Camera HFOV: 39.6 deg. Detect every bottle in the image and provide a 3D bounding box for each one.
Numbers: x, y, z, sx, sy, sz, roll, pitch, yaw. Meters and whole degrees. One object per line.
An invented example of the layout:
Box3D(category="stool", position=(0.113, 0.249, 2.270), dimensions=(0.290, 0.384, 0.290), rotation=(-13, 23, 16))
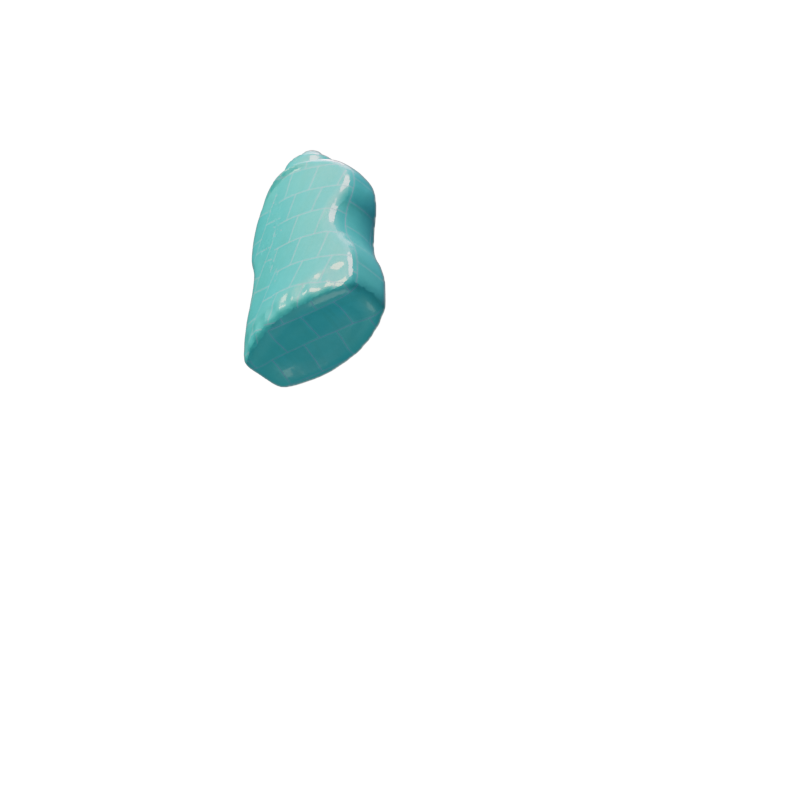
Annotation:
Box3D(category="bottle", position=(-0.057, -0.104, 0.729), dimensions=(0.055, 0.206, 0.095), rotation=(34, -58, -30))
